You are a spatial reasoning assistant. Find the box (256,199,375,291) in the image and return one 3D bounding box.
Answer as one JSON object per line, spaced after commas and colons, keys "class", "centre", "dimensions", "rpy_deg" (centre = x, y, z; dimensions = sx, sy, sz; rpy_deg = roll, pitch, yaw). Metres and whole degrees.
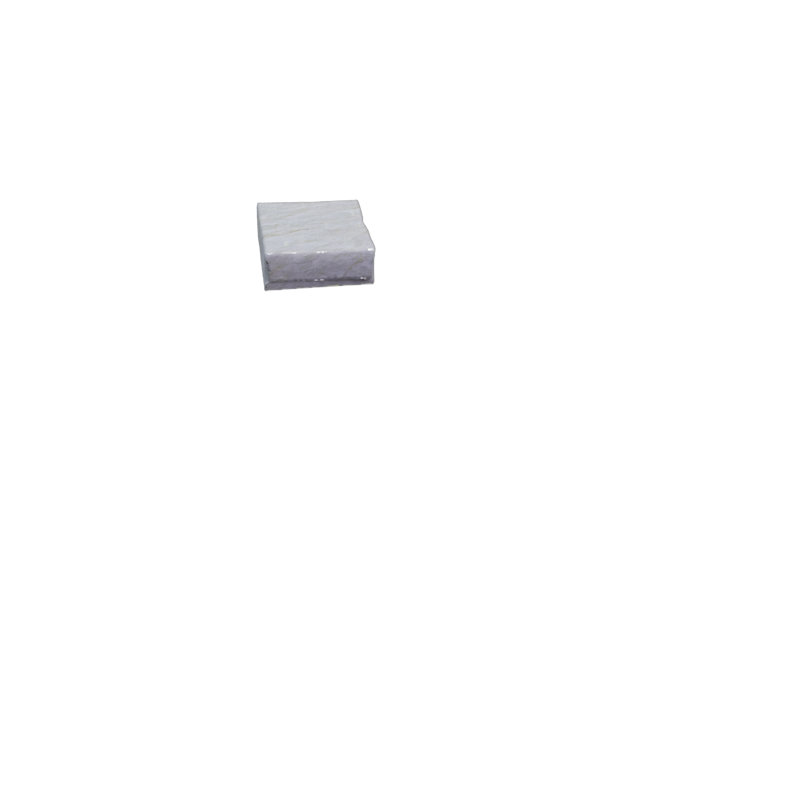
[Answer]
{"class": "box", "centre": [-0.059, -0.107, 0.752], "dimensions": [0.072, 0.028, 0.095], "rpy_deg": [-4, 30, -7]}
